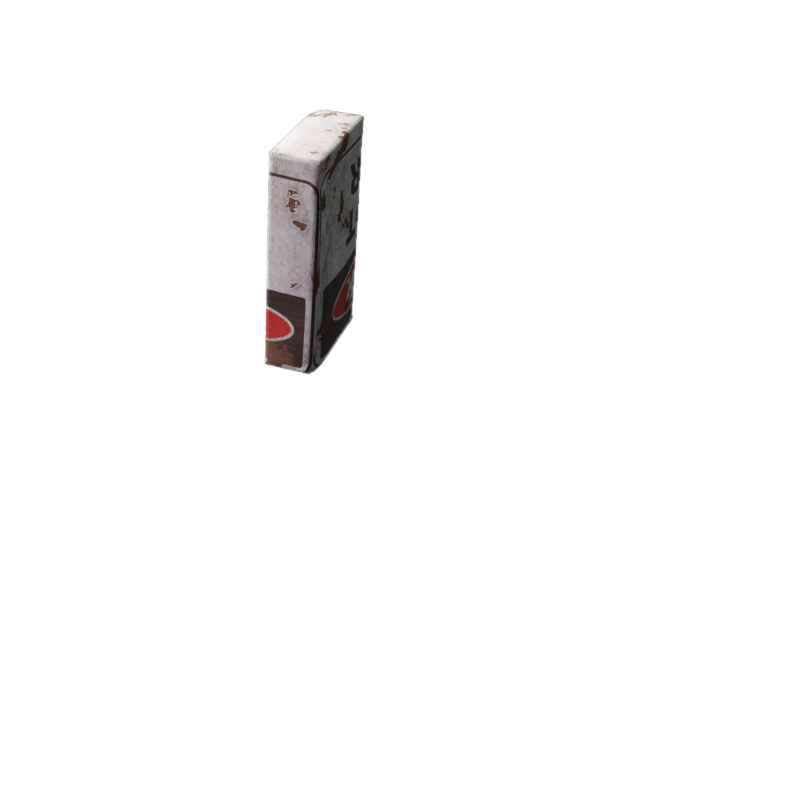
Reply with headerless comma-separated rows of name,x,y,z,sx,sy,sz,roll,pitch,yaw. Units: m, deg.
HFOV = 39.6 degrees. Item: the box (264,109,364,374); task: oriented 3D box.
box,-0.064,-0.117,0.818,0.049,0.166,0.096,11,31,14
